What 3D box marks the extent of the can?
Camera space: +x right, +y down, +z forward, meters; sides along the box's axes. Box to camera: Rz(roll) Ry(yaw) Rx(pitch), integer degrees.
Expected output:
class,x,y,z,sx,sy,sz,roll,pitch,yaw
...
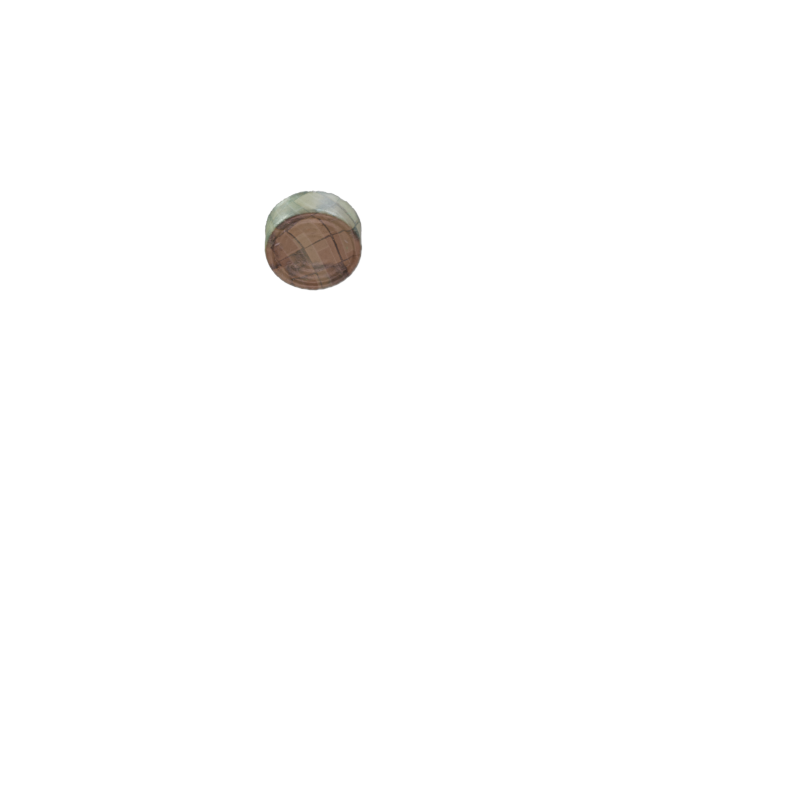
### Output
class,x,y,z,sx,sy,sz,roll,pitch,yaw
can,-0.076,-0.138,0.969,0.086,0.080,0.036,1,38,-1
